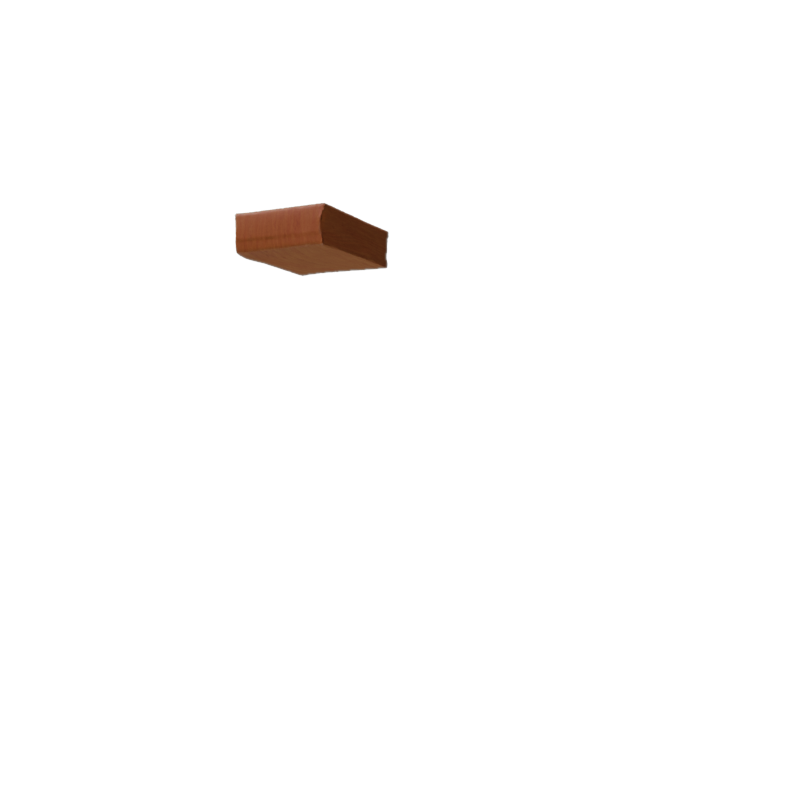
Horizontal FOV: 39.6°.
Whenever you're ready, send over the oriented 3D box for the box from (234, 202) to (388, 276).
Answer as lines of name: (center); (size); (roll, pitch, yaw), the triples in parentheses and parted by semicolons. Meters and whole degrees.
box: (-0.074, -0.135, 0.949); (0.092, 0.040, 0.108); (-3, -5, 29)
